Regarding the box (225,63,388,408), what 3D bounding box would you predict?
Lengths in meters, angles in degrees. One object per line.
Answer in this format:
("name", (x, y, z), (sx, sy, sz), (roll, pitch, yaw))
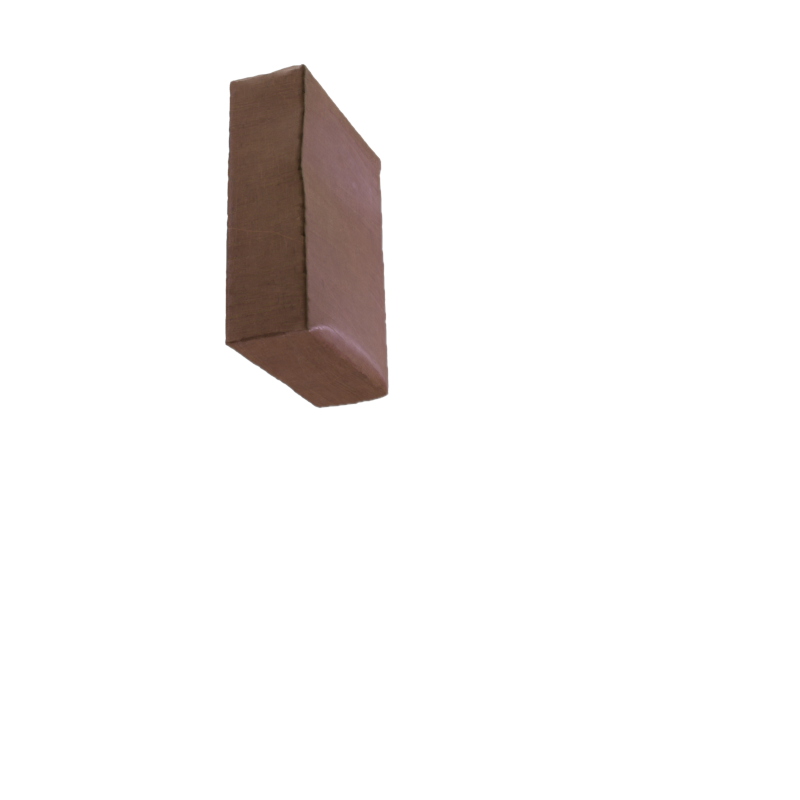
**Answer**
("box", (-0.066, -0.120, 0.842), (0.073, 0.226, 0.153), (-10, -24, 19))
